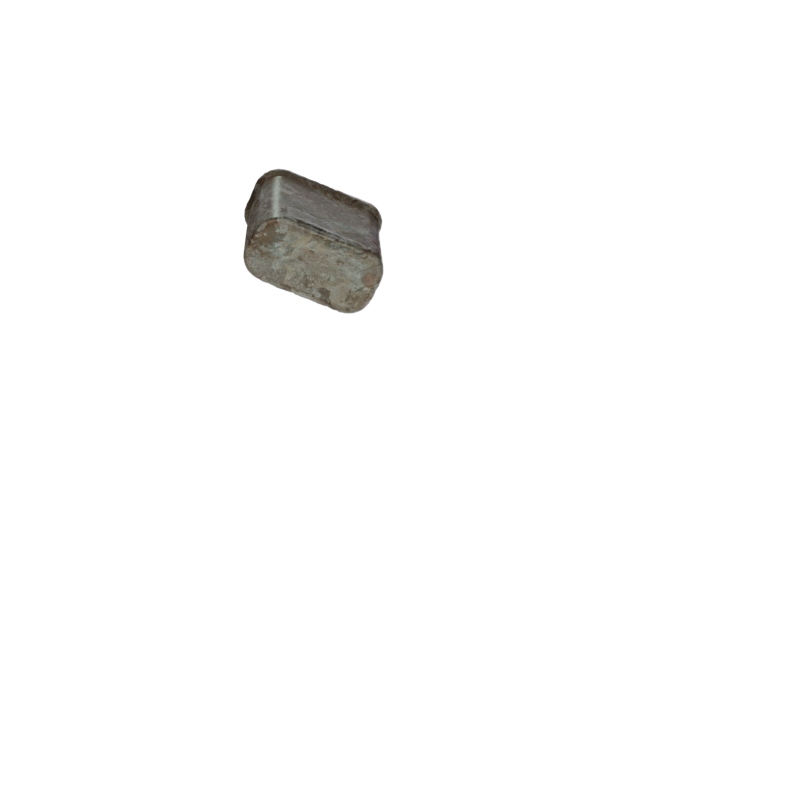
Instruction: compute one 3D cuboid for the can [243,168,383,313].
[{"bbox_3d":[-0.063,-0.115,0.802,0.100,0.055,0.089,20,27,-13],"label":"can"}]
